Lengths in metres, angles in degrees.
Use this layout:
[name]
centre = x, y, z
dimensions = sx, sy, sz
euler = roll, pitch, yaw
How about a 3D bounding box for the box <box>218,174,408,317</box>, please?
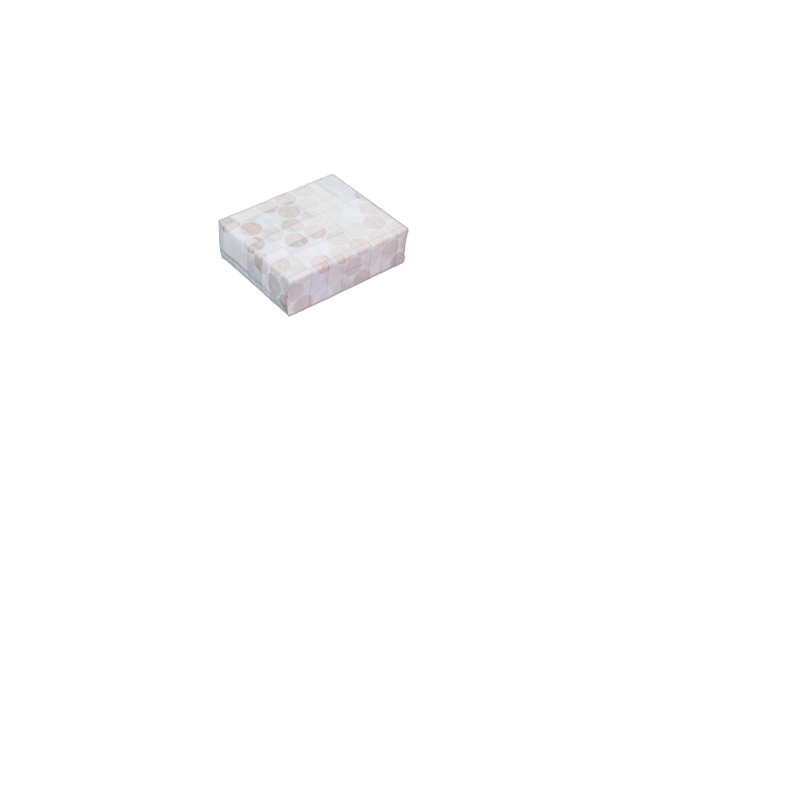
[box]
centre = -0.065, -0.118, 0.824
dimensions = 0.113, 0.036, 0.096
euler = -30, 50, -29
